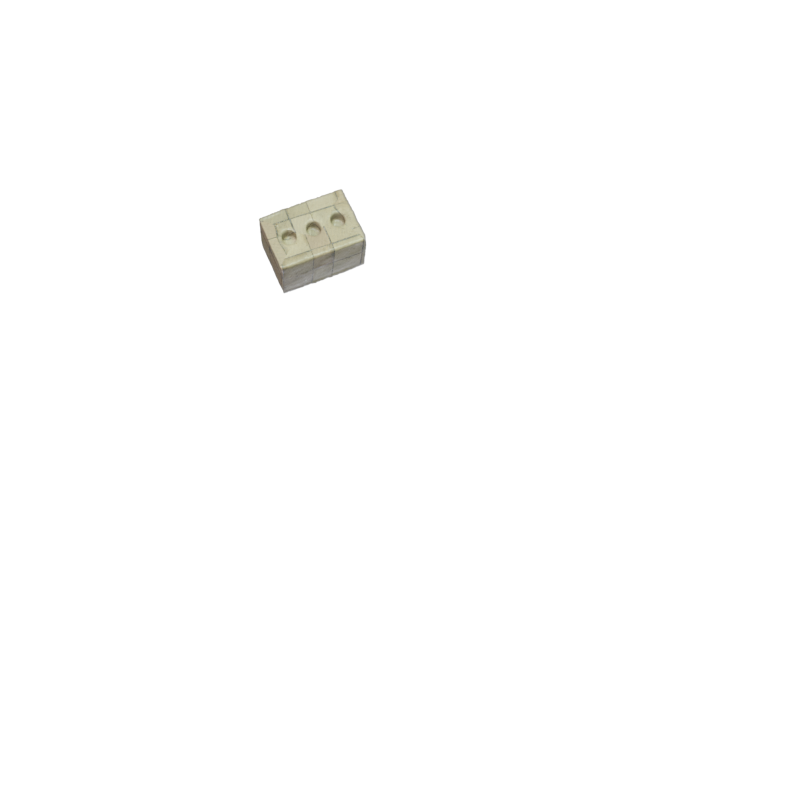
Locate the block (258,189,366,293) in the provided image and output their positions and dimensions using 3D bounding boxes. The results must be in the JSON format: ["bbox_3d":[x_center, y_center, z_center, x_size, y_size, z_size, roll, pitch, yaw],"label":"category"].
[{"bbox_3d":[-0.073,-0.134,0.938,0.078,0.056,0.049,-22,-21,-11],"label":"block"}]
